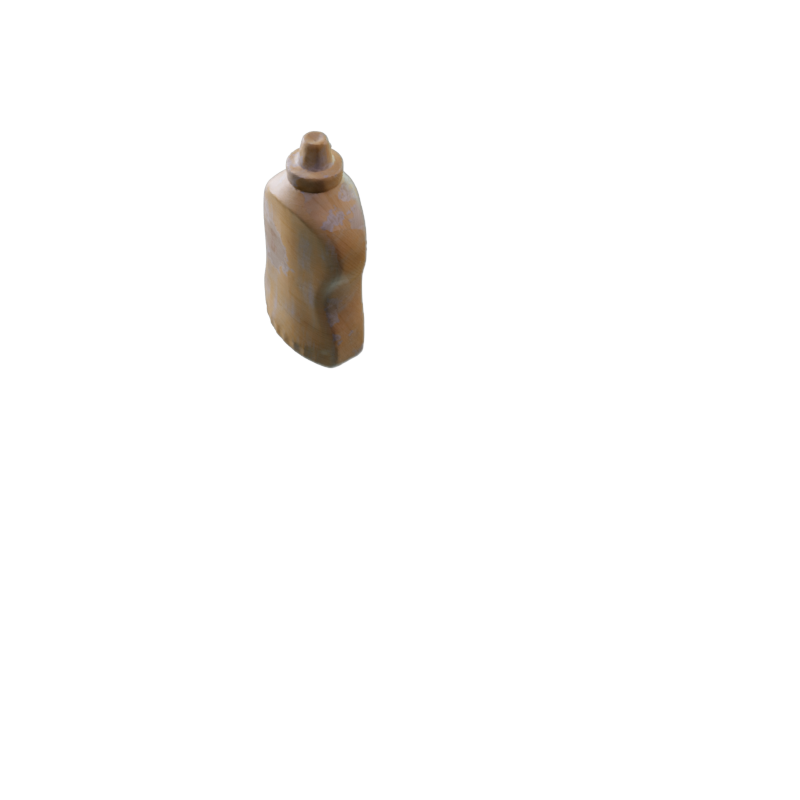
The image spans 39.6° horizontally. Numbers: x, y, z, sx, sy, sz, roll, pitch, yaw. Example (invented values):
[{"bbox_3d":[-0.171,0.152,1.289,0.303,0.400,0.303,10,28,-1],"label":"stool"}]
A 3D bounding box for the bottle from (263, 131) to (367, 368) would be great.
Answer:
[{"bbox_3d":[-0.065,-0.119,0.829,0.058,0.179,0.103,-25,52,-26],"label":"bottle"}]
